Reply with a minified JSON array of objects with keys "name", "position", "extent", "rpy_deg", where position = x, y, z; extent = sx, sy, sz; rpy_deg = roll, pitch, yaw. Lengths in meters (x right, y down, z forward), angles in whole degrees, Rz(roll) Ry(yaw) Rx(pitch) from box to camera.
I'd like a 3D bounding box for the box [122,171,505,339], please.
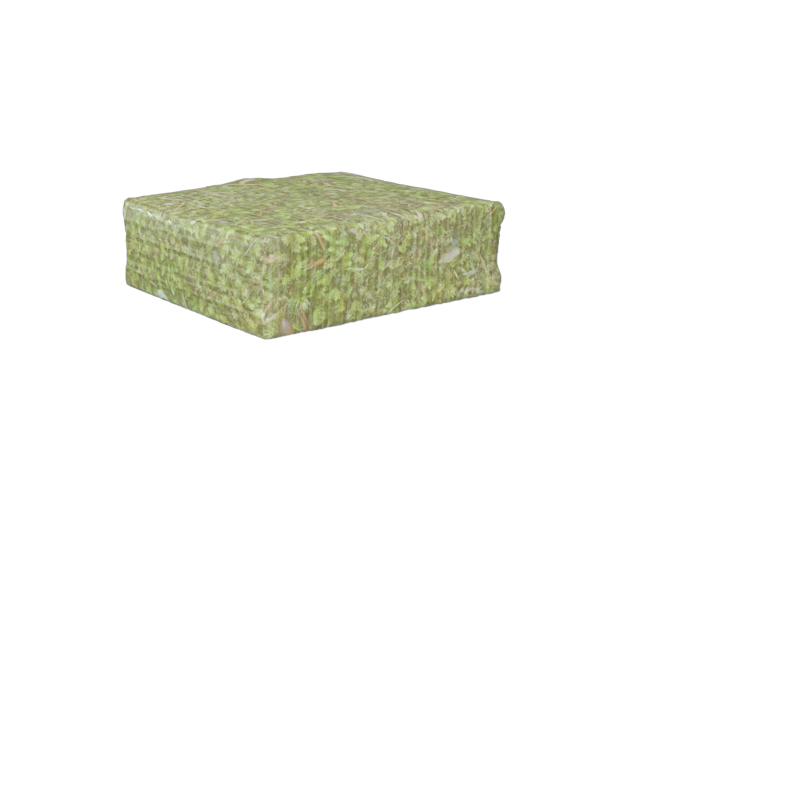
[{"name":"box","position":[-0.025,-0.047,0.327],"extent":[0.087,0.029,0.077],"rpy_deg":[-15,24,-37]}]
